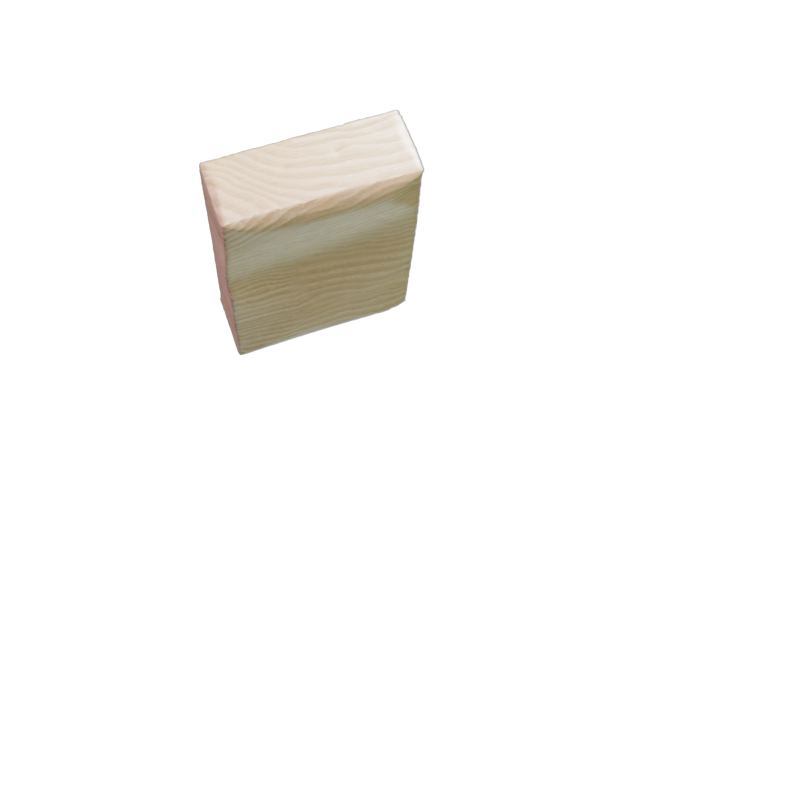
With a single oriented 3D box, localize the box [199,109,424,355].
[{"bbox_3d":[-0.072,-0.132,0.923,0.163,0.077,0.202,-17,-23,-11],"label":"box"}]
